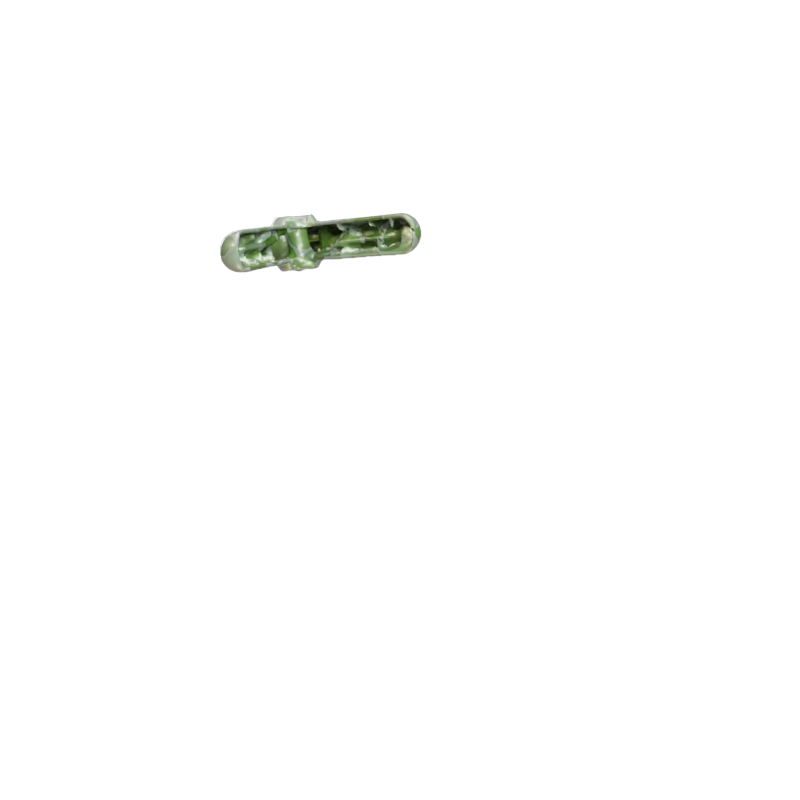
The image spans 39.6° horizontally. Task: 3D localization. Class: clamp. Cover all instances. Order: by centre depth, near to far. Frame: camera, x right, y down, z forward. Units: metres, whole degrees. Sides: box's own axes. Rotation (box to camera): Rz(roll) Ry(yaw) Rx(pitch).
[{"bbox_3d":[-0.056,-0.103,0.718,0.119,0.039,0.176,-1,10,-7],"label":"clamp"}]
